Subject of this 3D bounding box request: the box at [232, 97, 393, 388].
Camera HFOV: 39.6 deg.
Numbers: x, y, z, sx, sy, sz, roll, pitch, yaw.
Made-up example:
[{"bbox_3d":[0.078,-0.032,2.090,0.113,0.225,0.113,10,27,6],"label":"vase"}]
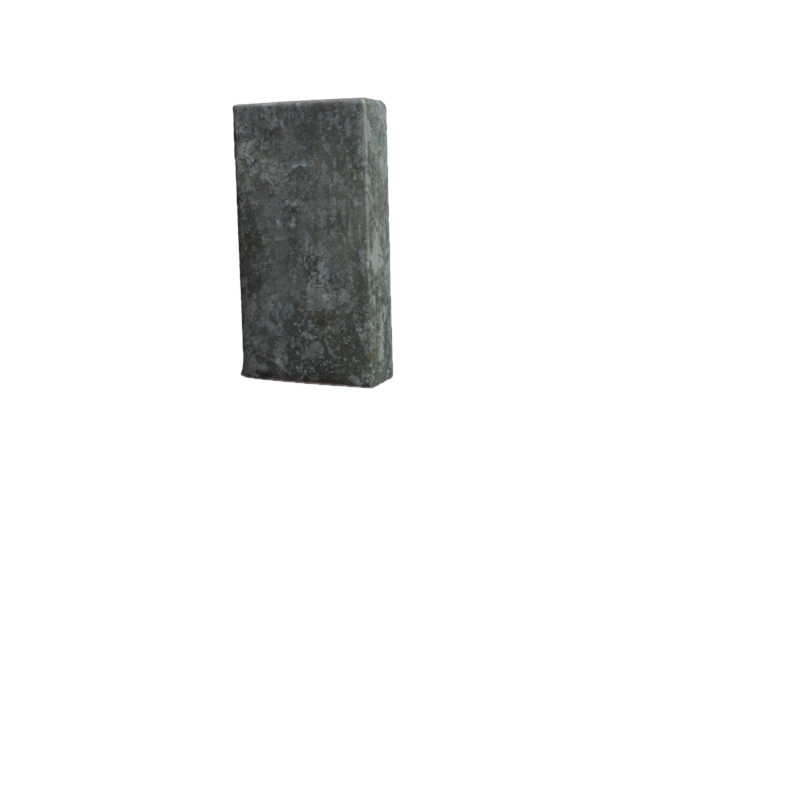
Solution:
[{"bbox_3d":[-0.054,-0.100,0.699,0.096,0.175,0.047,2,3,23],"label":"box"}]
